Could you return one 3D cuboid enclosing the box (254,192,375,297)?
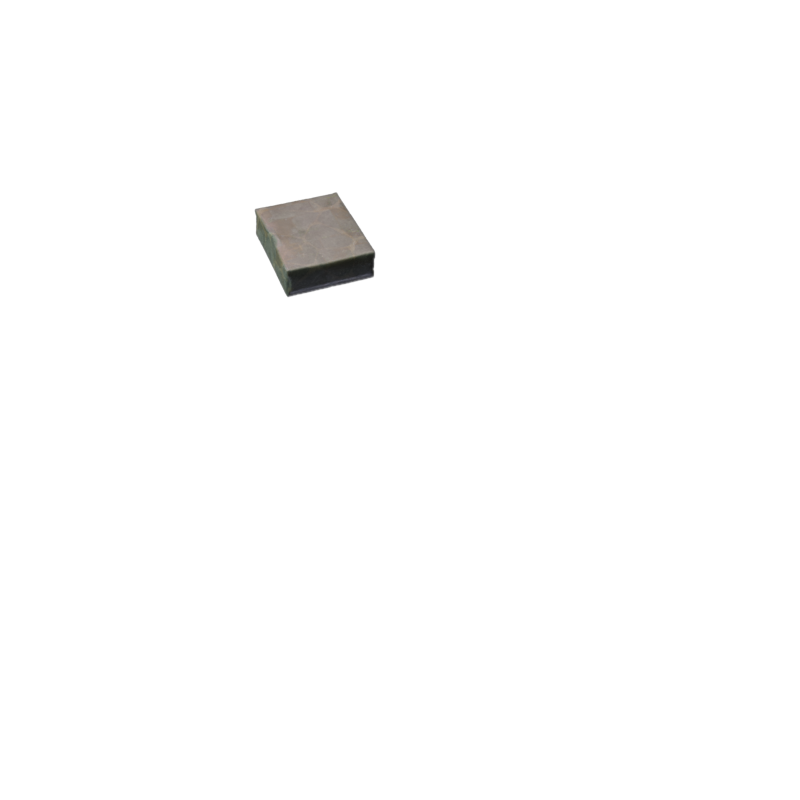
[{"bbox_3d":[-0.069,-0.127,0.886,0.072,0.028,0.097,-14,44,-15],"label":"box"}]
